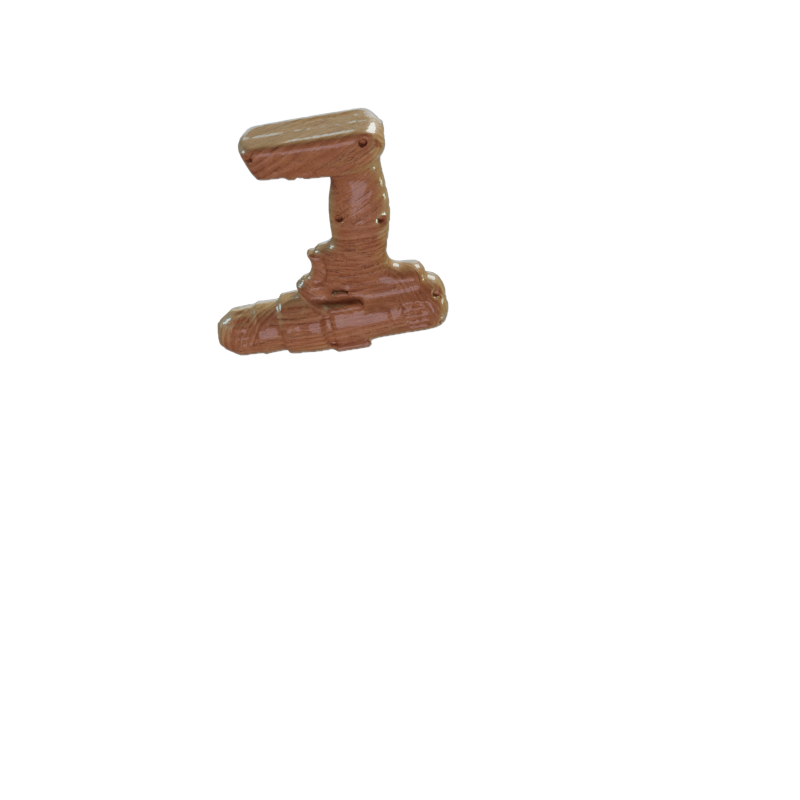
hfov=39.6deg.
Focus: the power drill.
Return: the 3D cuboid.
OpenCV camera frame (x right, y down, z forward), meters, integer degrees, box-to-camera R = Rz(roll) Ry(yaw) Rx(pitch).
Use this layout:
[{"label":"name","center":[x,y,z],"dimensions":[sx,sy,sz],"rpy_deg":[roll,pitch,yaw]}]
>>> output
[{"label":"power drill","center":[-0.066,-0.121,0.845],"dimensions":[0.185,0.175,0.061],"rpy_deg":[-9,31,5]}]
